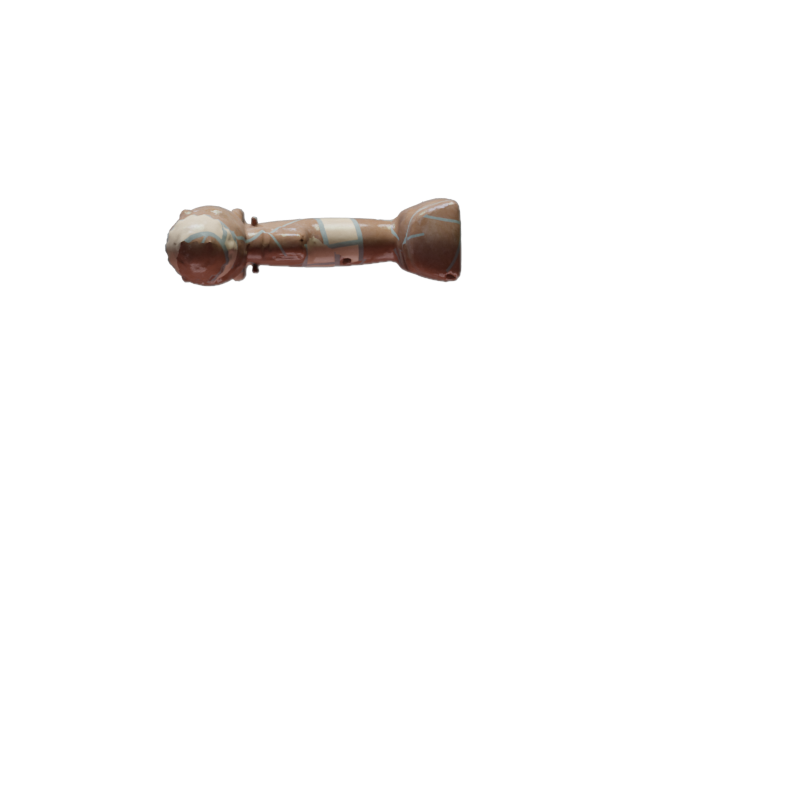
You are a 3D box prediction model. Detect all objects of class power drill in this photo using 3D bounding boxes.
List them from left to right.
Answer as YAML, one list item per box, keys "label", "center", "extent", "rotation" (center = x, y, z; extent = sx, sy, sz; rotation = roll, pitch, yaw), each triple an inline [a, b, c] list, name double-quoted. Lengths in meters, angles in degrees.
- label: "power drill"
  center: [-0.057, -0.104, 0.730]
  extent: [0.187, 0.057, 0.187]
  rotation: [0, 10, -2]
